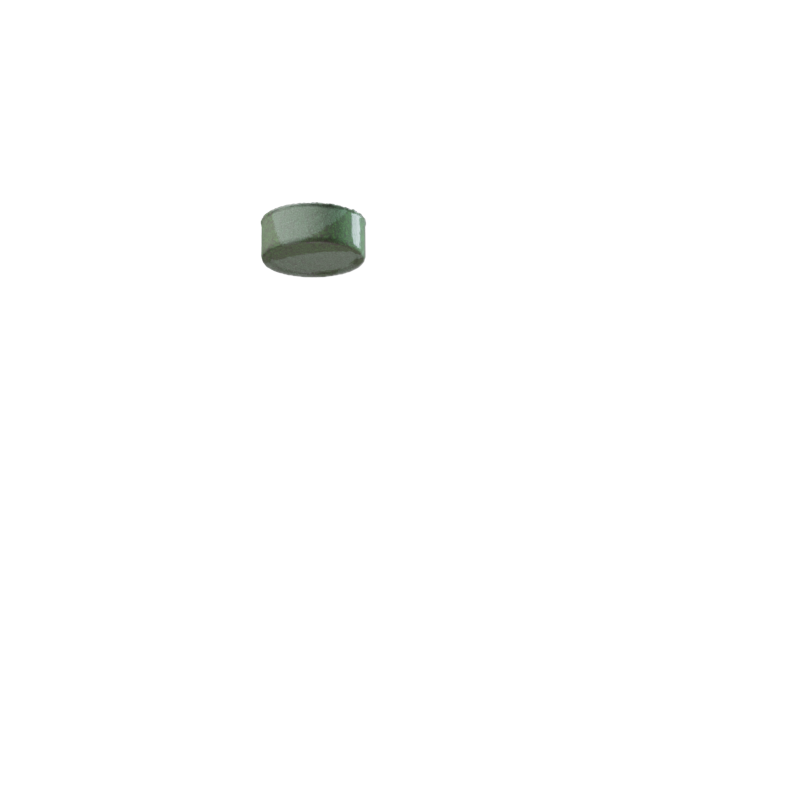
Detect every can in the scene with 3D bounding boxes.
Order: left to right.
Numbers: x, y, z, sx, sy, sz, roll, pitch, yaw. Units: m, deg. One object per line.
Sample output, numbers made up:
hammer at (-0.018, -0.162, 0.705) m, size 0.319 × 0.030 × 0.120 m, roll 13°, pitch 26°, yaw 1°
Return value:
can at (-0.070, -0.128, 0.897) m, size 0.086 × 0.035 × 0.082 m, roll 0°, pitch -15°, yaw -2°
